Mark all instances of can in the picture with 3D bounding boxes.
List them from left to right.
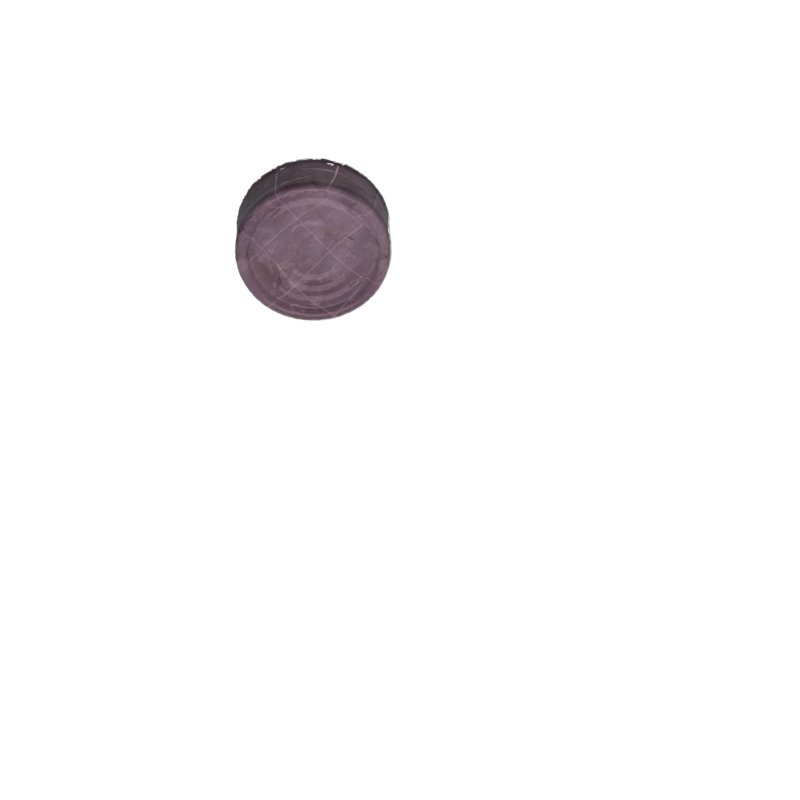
[{"bbox_3d":[-0.047,-0.086,0.605,0.086,0.081,0.036,1,32,-1],"label":"can"}]
